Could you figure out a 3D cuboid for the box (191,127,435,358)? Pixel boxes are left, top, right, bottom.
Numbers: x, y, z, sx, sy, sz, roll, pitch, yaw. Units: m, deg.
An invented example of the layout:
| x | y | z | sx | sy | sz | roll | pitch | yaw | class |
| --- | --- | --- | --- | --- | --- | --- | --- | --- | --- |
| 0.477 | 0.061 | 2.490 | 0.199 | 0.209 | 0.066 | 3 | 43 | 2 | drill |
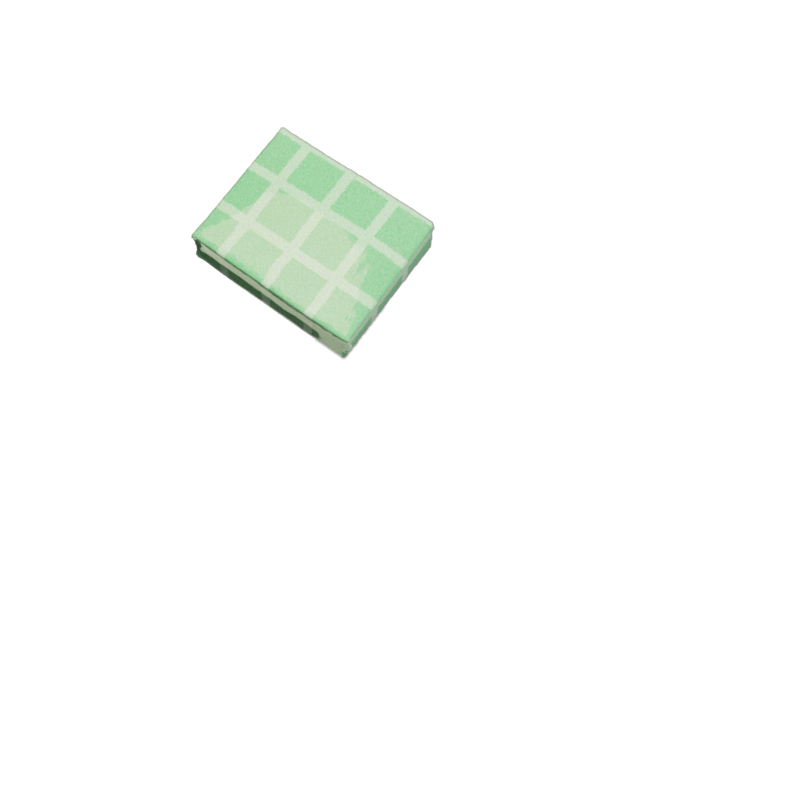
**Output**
| x | y | z | sx | sy | sz | roll | pitch | yaw | class |
| --- | --- | --- | --- | --- | --- | --- | --- | --- | --- |
| -0.051 | -0.093 | 0.650 | 0.117 | 0.092 | 0.037 | 33 | -20 | 13 | box |
